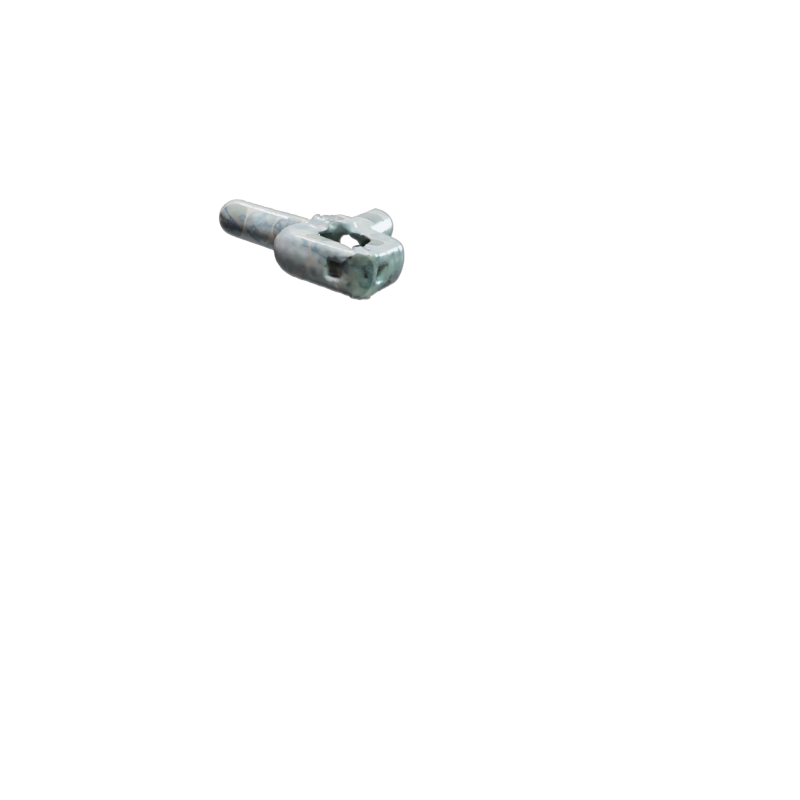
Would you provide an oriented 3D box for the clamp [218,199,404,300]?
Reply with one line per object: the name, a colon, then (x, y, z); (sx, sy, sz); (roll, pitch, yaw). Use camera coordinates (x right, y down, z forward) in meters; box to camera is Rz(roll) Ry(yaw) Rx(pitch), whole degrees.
clamp: (-0.055, -0.099, 0.696); (0.119, 0.038, 0.178); (-2, 17, -6)
